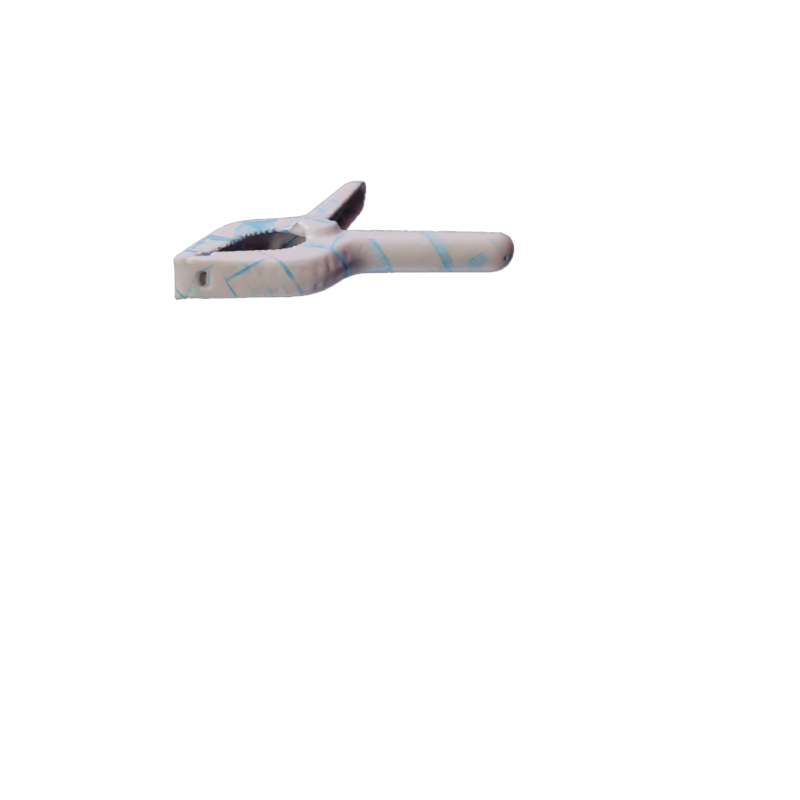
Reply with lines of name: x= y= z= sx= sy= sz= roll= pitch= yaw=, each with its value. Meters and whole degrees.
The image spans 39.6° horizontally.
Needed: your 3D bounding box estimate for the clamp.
clamp: x=-0.056 y=-0.103 z=0.721 sx=0.206 sy=0.035 sz=0.176 roll=-14 pitch=29 yaw=-28
